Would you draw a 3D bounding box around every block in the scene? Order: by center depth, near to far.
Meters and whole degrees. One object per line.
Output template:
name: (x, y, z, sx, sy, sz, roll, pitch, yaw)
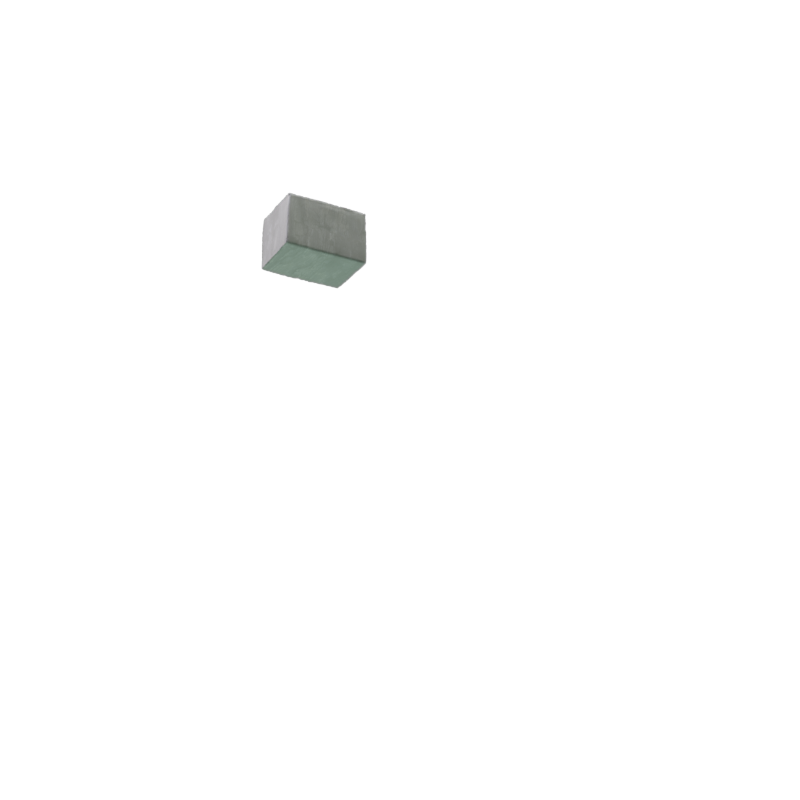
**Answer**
block: (-0.075, -0.137, 0.958, 0.075, 0.054, 0.052, 13, -30, -26)
